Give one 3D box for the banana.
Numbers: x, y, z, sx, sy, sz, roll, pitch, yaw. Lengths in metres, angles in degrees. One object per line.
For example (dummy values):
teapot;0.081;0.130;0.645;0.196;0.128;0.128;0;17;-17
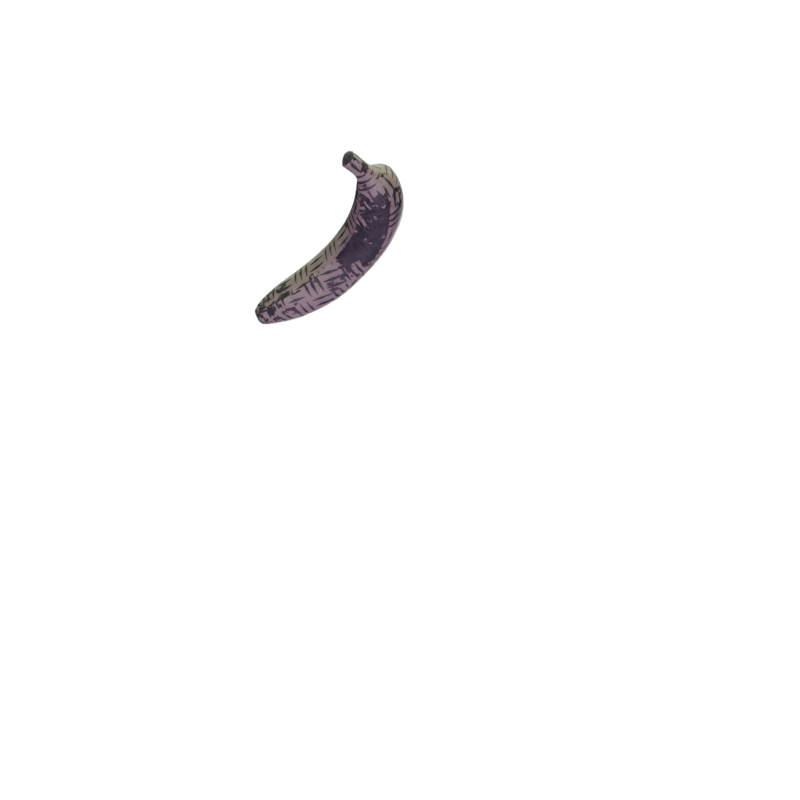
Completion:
banana;-0.046;-0.116;0.825;0.067;0.039;0.190;15;-40;-19
